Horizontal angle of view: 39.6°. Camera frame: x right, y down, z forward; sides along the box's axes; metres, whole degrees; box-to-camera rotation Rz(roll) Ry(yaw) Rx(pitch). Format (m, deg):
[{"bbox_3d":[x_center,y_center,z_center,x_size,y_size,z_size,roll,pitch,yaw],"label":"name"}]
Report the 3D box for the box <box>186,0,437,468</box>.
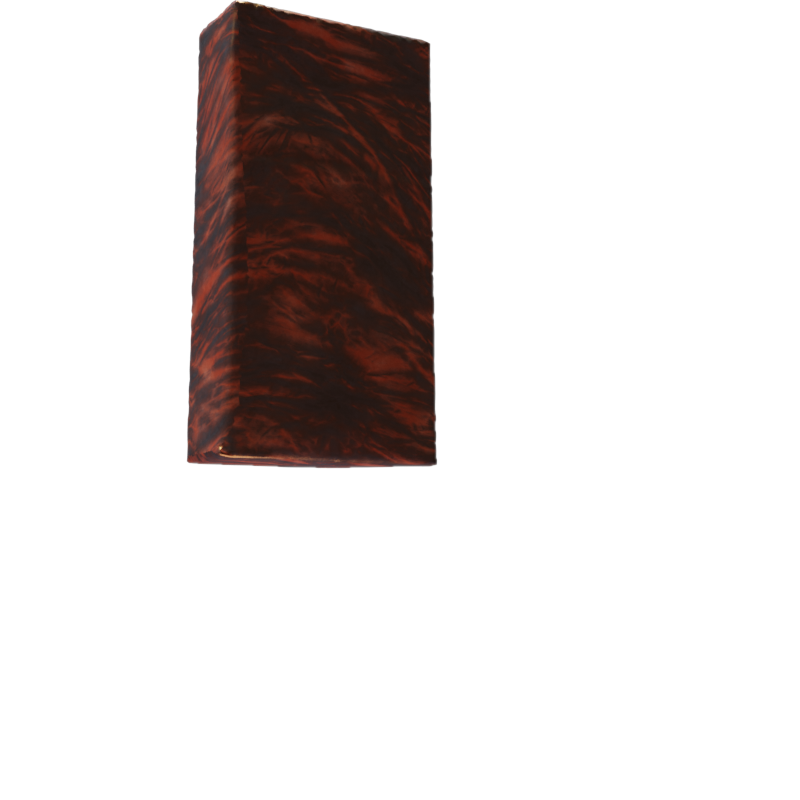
[{"bbox_3d":[-0.035,-0.063,0.444,0.090,0.182,0.048,6,-15,-28],"label":"box"}]
